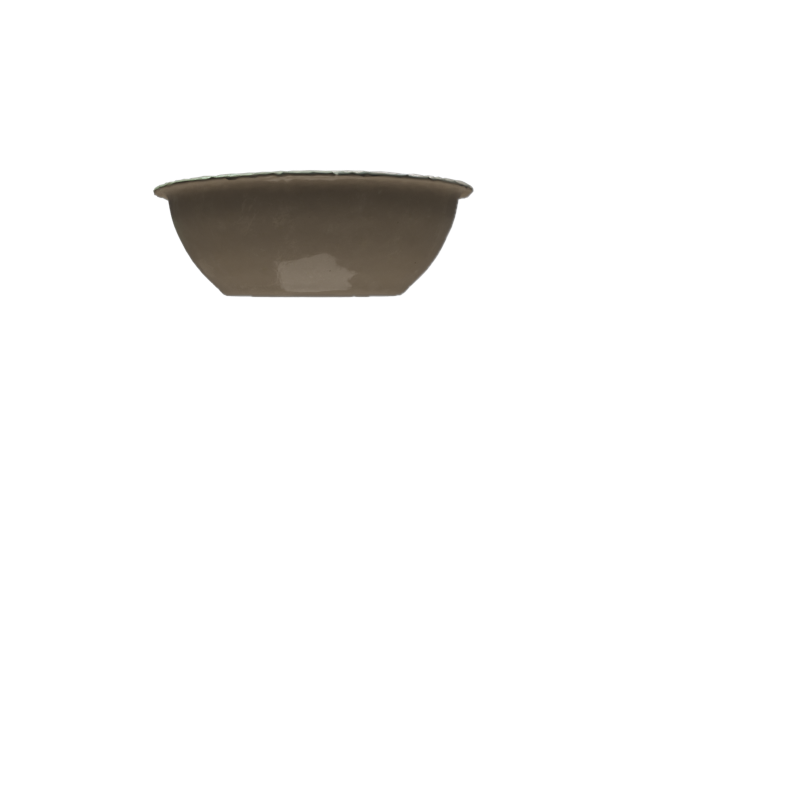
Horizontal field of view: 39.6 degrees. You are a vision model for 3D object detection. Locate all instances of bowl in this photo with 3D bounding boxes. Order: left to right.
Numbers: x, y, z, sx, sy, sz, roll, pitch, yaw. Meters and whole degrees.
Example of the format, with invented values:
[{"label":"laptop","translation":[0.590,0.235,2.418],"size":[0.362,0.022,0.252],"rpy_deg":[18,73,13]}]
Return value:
[{"label":"bowl","translation":[-0.044,-0.080,0.562],"size":[0.162,0.055,0.162],"rpy_deg":[0,3,-2]}]
